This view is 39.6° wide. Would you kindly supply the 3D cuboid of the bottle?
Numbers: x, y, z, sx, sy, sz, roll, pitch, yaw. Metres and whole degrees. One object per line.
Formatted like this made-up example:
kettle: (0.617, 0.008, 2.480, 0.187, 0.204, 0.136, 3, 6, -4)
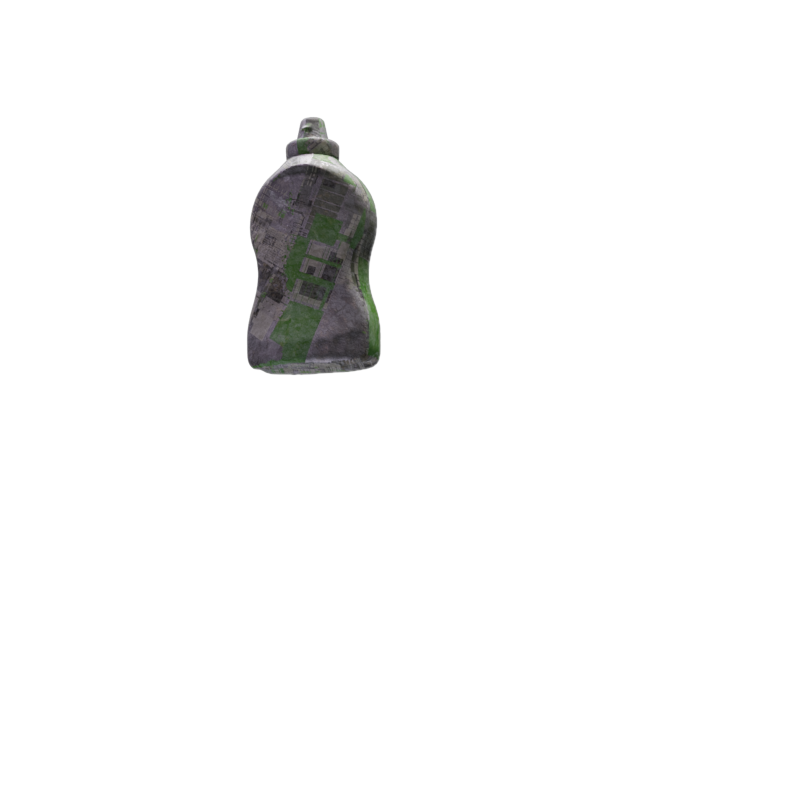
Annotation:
bottle: (-0.065, -0.118, 0.825, 0.098, 0.198, 0.055, -6, -15, 22)
